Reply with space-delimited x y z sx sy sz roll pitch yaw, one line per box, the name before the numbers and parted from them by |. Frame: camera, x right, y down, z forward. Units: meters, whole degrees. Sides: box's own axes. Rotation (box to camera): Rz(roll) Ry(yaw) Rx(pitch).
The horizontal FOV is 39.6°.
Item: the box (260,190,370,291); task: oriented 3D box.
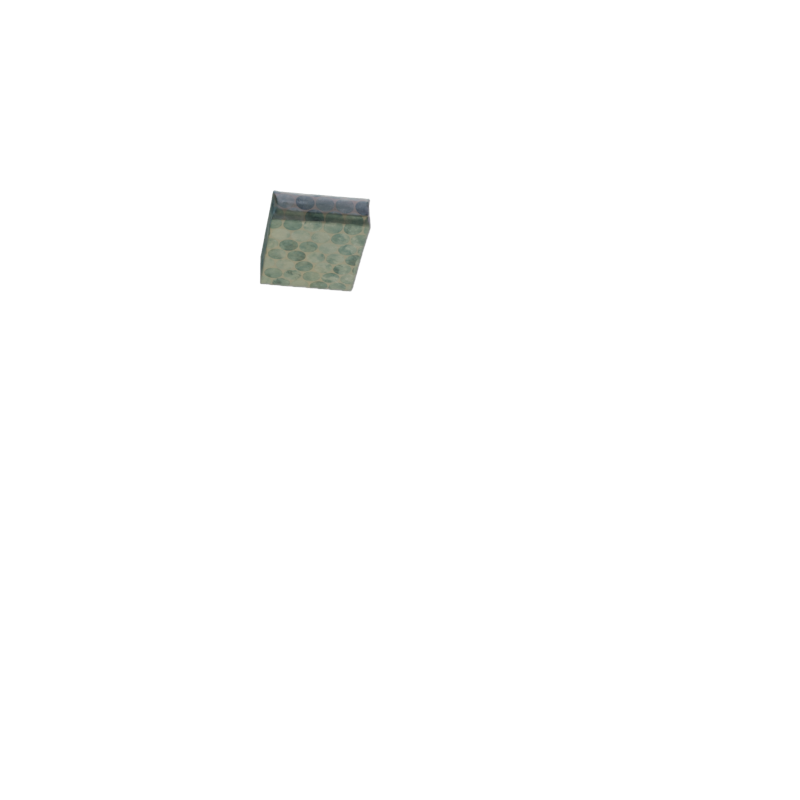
box | -0.065 -0.119 0.833 0.072 0.032 0.085 5 -31 -9
